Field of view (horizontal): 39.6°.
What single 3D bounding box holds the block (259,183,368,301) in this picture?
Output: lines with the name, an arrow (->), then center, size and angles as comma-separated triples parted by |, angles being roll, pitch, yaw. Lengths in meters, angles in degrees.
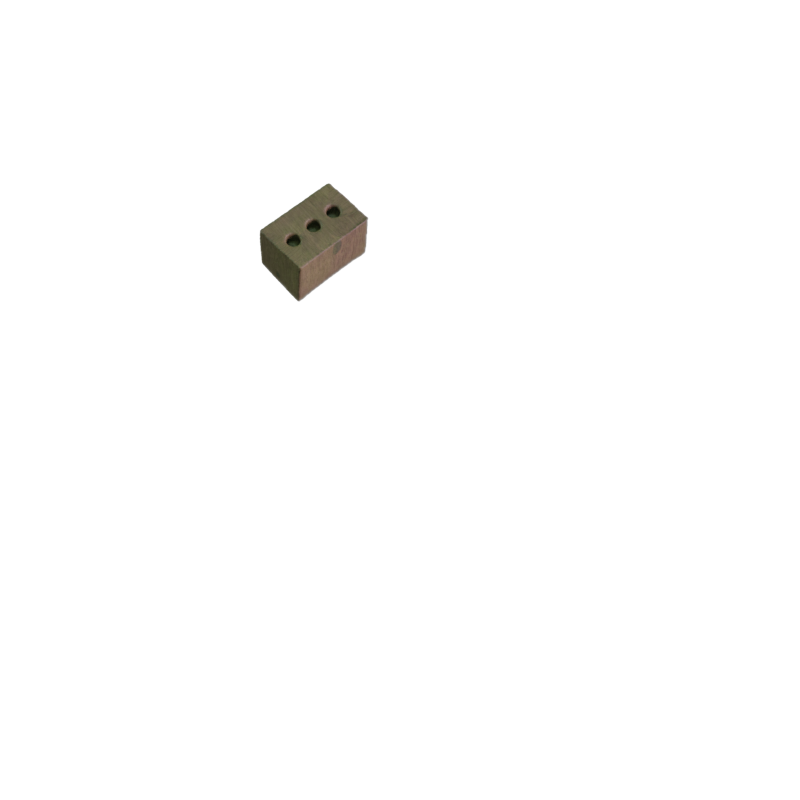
block -> -0.073, -0.133, 0.935 | 0.079, 0.056, 0.048 | -39, -21, -21
